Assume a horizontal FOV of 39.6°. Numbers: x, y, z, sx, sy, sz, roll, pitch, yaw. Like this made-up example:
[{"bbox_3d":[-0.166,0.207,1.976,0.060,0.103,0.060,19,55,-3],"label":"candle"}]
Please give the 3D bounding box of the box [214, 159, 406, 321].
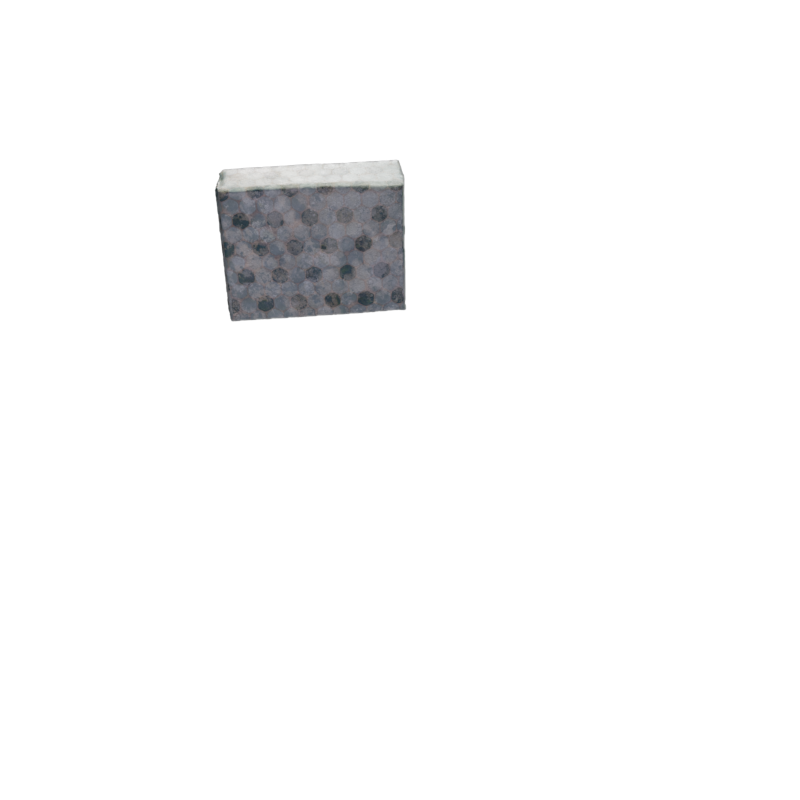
[{"bbox_3d":[-0.053,-0.098,0.682,0.113,0.085,0.041,-2,29,0],"label":"box"}]
